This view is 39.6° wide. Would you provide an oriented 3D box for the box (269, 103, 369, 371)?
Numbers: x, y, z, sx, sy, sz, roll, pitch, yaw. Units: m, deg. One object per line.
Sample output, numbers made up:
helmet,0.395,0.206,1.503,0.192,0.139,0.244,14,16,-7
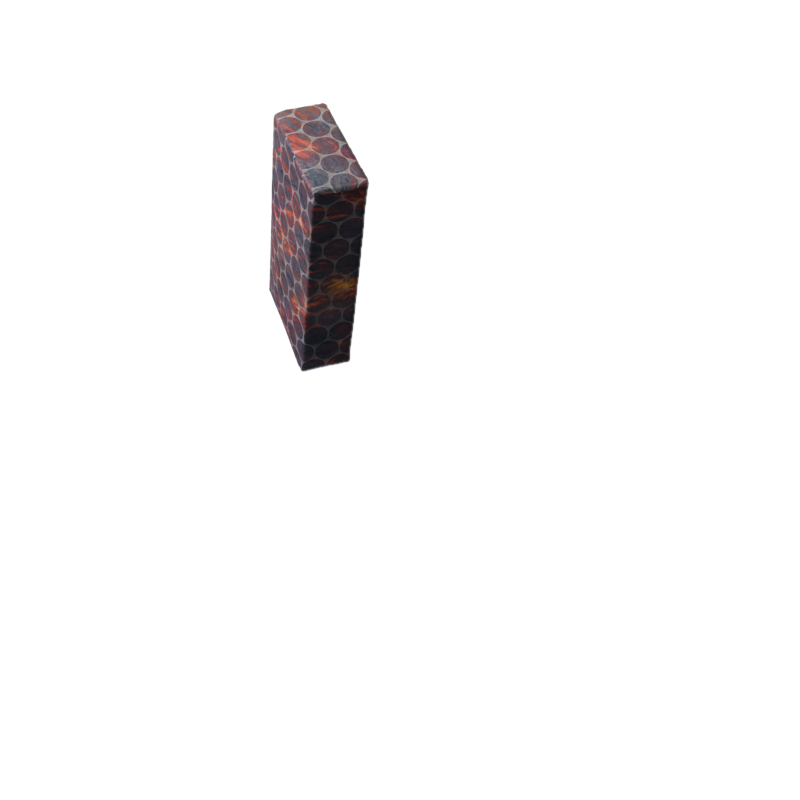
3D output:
box,-0.062,-0.113,0.791,0.047,0.101,0.164,-13,-41,-15
